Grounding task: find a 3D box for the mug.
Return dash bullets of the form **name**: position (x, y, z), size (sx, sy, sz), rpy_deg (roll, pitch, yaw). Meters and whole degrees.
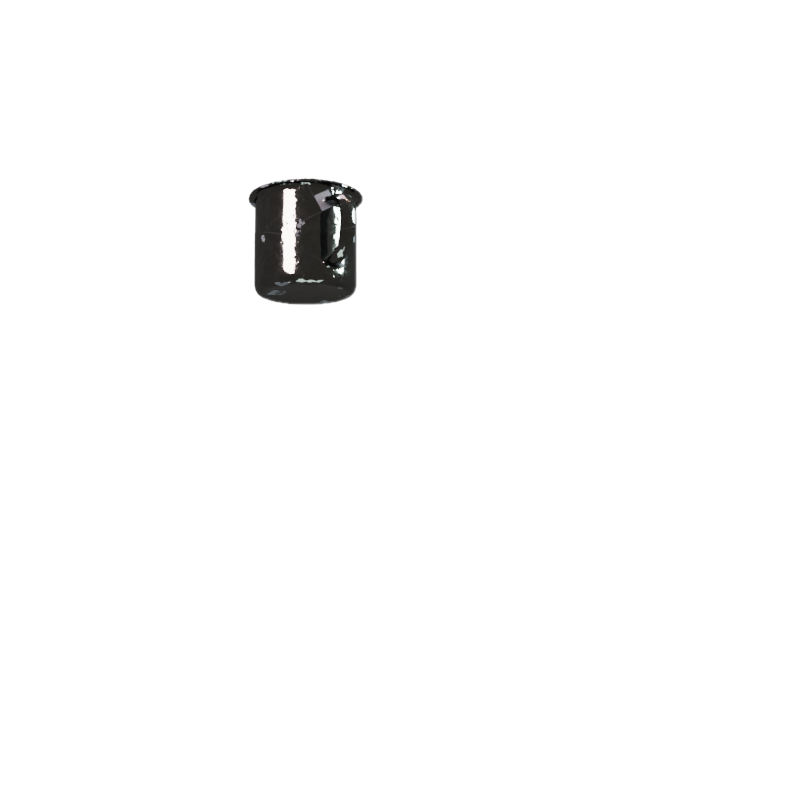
- **mug**: position (-0.069, -0.126, 0.881), size (0.089, 0.084, 0.118), rpy_deg (8, -15, -34)
